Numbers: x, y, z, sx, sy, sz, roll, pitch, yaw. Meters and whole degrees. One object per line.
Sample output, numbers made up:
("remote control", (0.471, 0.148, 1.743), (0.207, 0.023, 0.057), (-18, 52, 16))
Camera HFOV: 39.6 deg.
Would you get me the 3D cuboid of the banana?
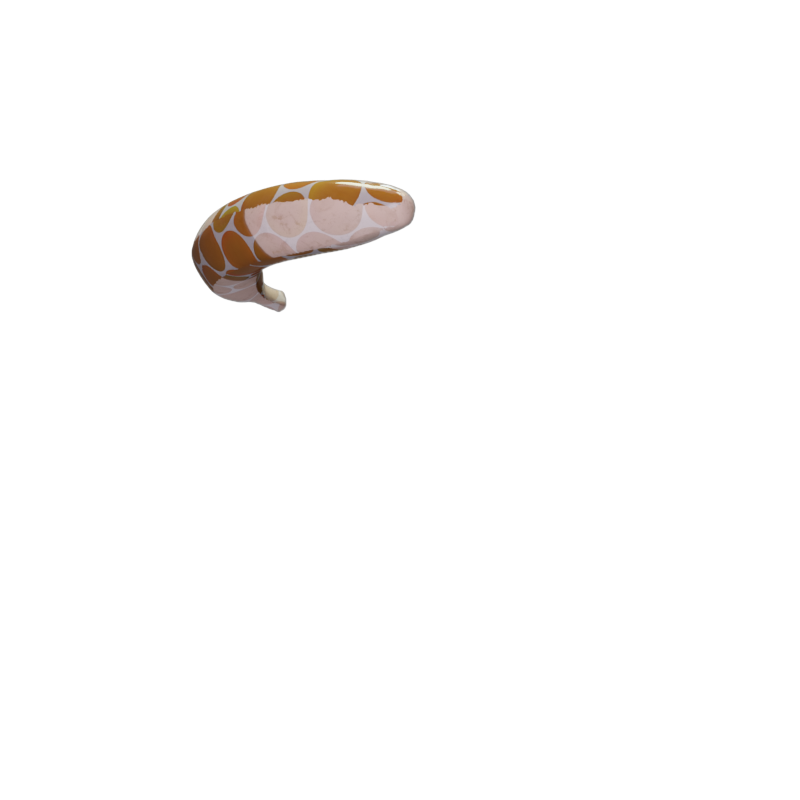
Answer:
("banana", (-0.061, -0.078, 0.542), (0.068, 0.038, 0.199), (3, -6, -22))
